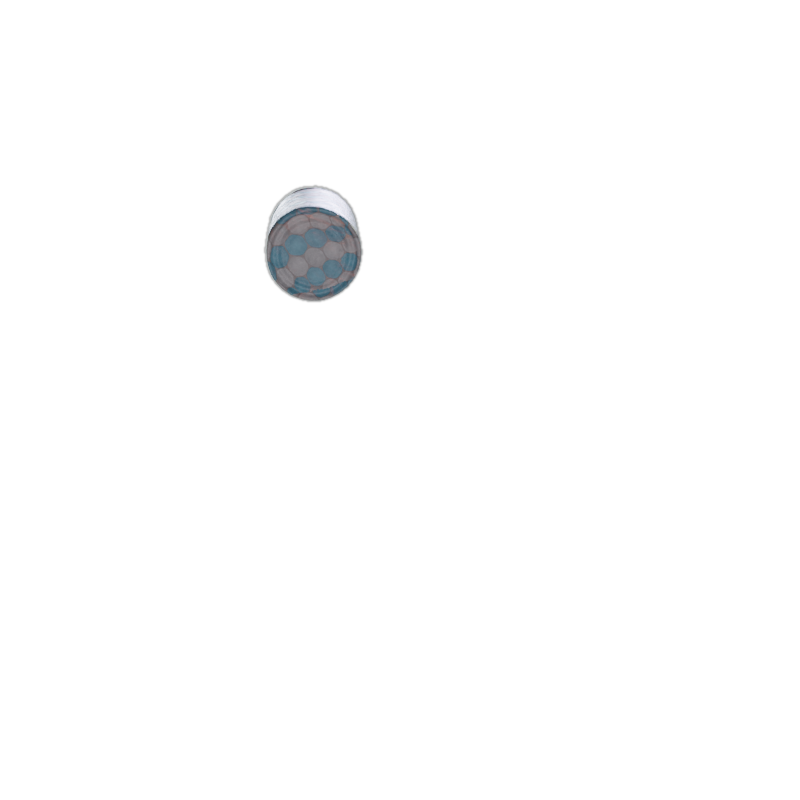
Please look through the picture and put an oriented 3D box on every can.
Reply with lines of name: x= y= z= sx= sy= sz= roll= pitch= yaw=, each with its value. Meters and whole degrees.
can: x=-0.063 y=-0.114 z=0.802 sx=0.068 sy=0.066 sz=0.106 roll=0 pitch=15 yaw=-3
